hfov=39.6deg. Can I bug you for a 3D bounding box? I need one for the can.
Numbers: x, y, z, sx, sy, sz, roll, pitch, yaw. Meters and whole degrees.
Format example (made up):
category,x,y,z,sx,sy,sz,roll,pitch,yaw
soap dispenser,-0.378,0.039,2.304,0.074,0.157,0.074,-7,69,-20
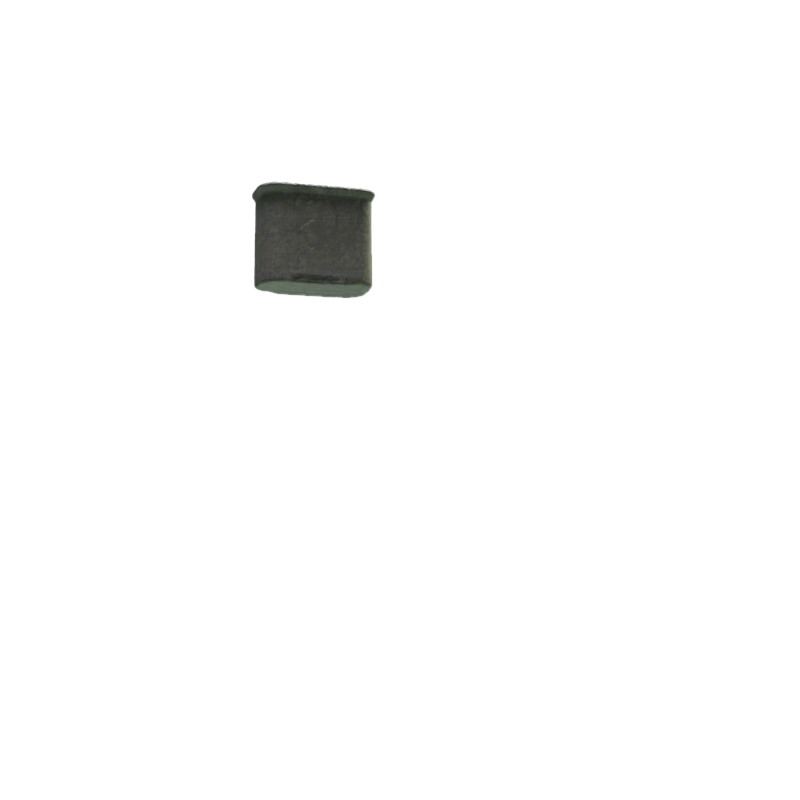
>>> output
category,x,y,z,sx,sy,sz,roll,pitch,yaw
can,-0.073,-0.133,0.931,0.100,0.086,0.057,2,-12,-16
